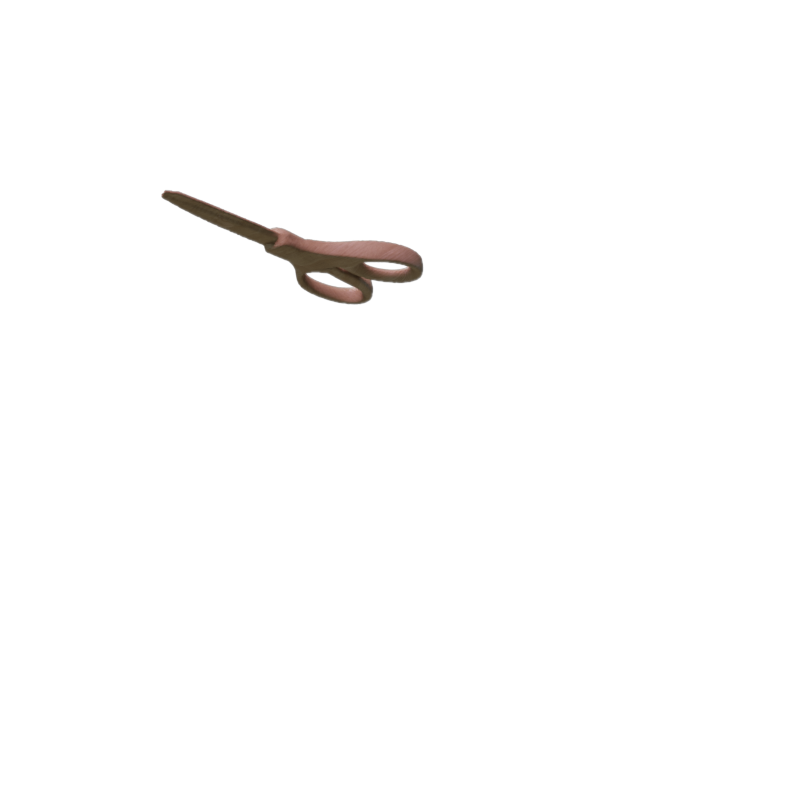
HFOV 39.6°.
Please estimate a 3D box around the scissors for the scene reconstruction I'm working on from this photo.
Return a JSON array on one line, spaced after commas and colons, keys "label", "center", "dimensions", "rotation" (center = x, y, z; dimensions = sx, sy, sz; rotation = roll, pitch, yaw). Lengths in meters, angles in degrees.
[{"label": "scissors", "center": [-0.055, -0.100, 0.697], "dimensions": [0.098, 0.016, 0.189], "rotation": [-7, -18, 23]}]
